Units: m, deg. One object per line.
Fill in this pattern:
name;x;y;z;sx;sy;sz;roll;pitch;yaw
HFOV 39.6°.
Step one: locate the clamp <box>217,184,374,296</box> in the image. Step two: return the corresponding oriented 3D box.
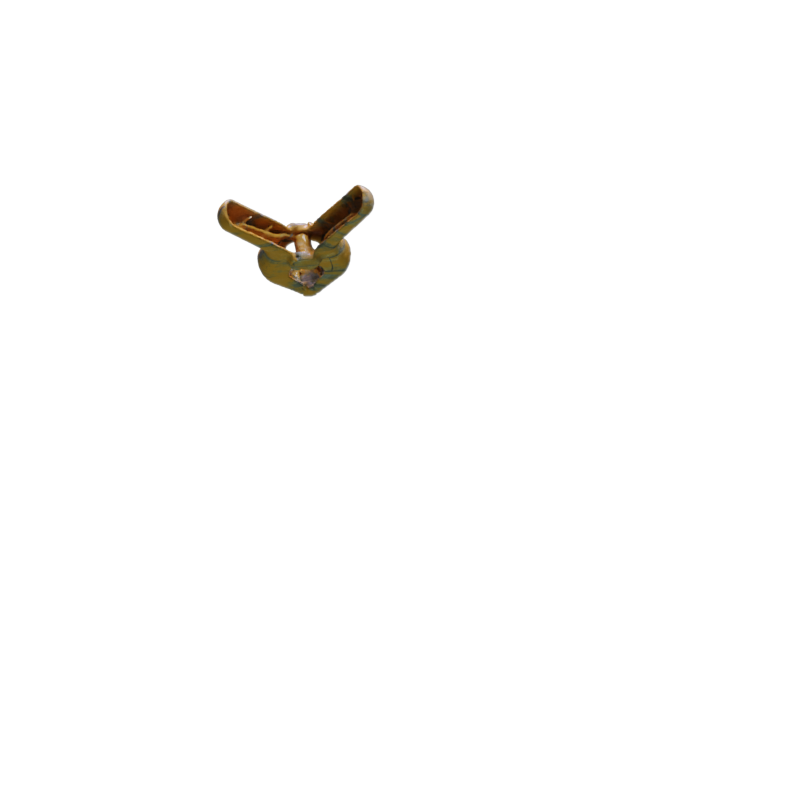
clamp;-0.072;-0.130;0.914;0.121;0.041;0.162;-3;-14;9
